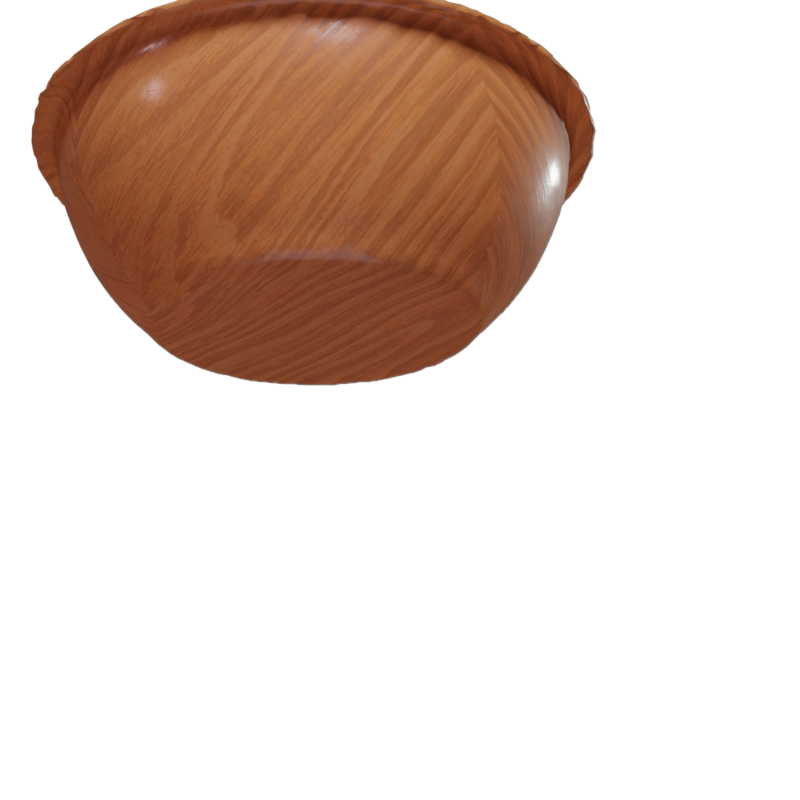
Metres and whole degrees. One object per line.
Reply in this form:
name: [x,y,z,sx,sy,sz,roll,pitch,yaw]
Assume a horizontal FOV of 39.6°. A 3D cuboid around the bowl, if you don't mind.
bowl: [-0.025,-0.045,0.314,0.162,0.058,0.154,1,-21,-2]
